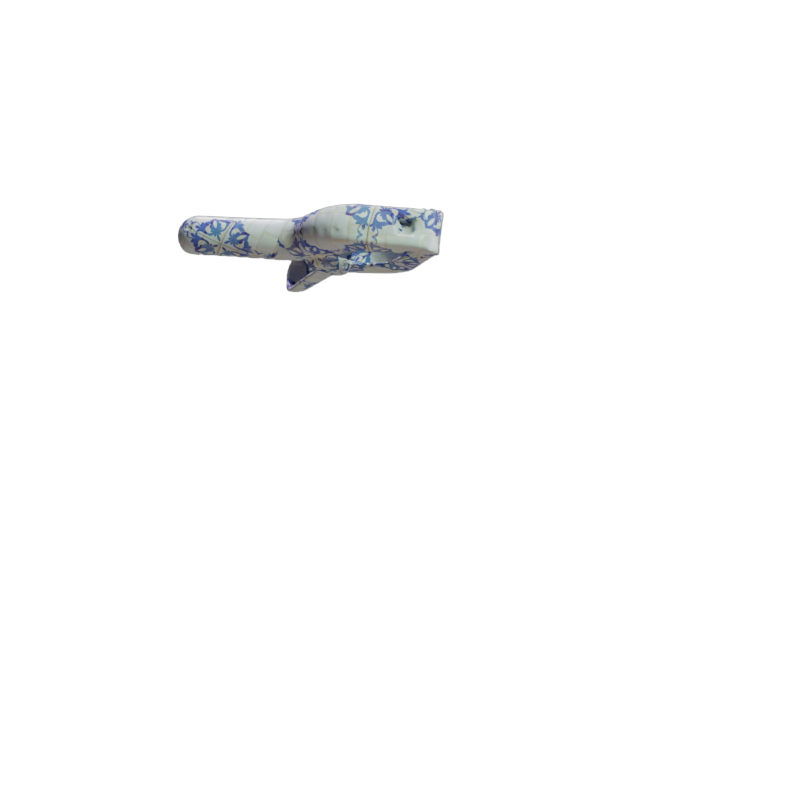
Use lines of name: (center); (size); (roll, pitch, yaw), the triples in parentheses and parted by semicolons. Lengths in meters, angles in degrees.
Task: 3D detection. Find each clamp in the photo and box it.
clamp: (-0.055, -0.100, 0.698); (0.114, 0.040, 0.176); (7, -10, -44)
